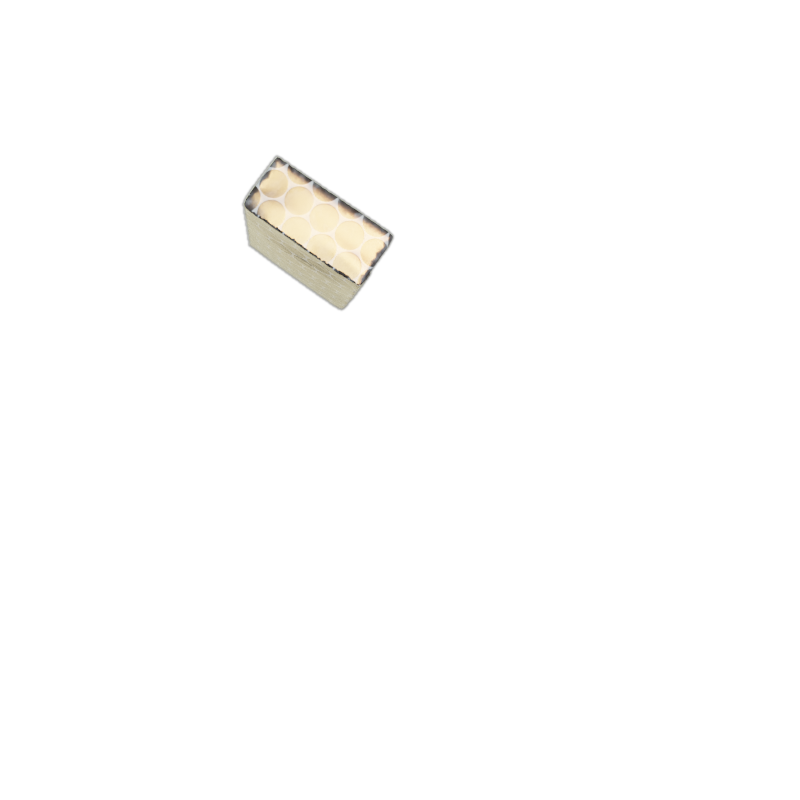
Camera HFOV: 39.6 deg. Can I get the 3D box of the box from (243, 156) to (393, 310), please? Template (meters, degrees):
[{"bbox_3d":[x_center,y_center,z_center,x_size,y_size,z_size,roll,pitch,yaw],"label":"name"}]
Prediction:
[{"bbox_3d":[-0.061,-0.111,0.777,0.094,0.048,0.175,35,-2,-2],"label":"box"}]
